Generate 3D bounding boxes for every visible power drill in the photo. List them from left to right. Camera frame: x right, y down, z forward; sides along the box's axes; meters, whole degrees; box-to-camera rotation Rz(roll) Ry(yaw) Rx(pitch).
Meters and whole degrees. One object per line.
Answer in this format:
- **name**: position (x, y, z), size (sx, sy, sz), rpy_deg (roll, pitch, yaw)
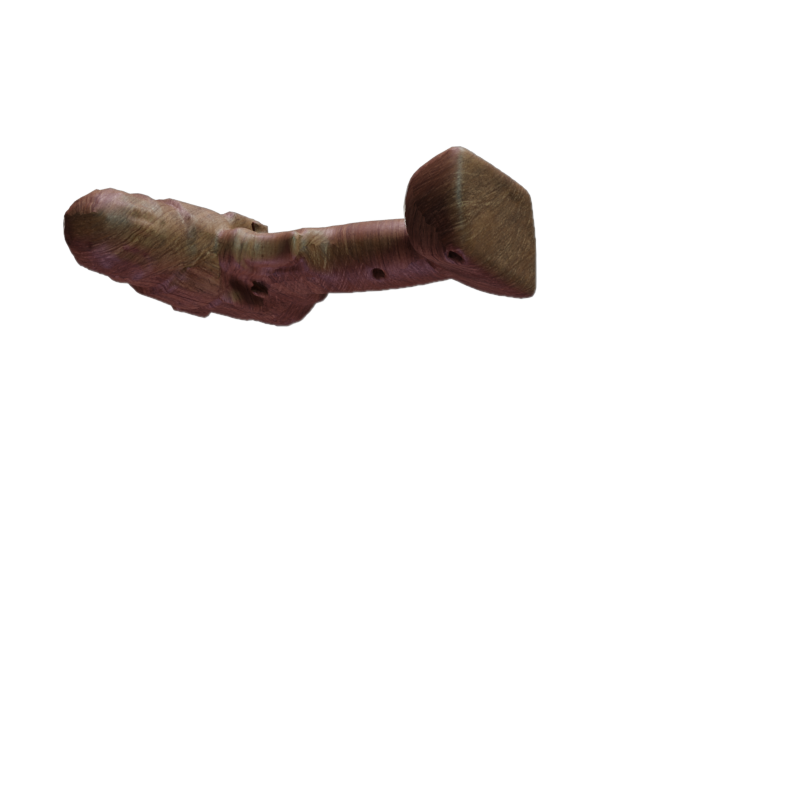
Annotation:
- **power drill**: position (-0.042, -0.077, 0.536), size (0.193, 0.059, 0.176), rpy_deg (-3, -5, 29)
